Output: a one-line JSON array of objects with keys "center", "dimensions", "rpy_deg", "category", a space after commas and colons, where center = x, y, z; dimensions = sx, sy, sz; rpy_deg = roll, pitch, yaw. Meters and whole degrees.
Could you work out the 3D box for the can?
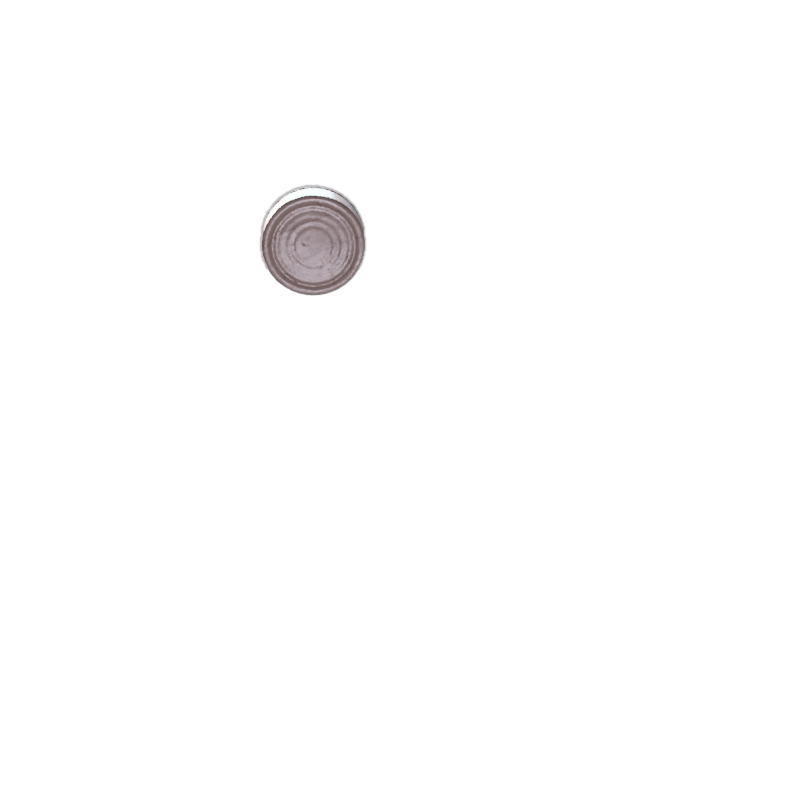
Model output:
[{"center": [-0.071, -0.130, 0.909], "dimensions": [0.086, 0.083, 0.035], "rpy_deg": [0, 17, -1], "category": "can"}]
